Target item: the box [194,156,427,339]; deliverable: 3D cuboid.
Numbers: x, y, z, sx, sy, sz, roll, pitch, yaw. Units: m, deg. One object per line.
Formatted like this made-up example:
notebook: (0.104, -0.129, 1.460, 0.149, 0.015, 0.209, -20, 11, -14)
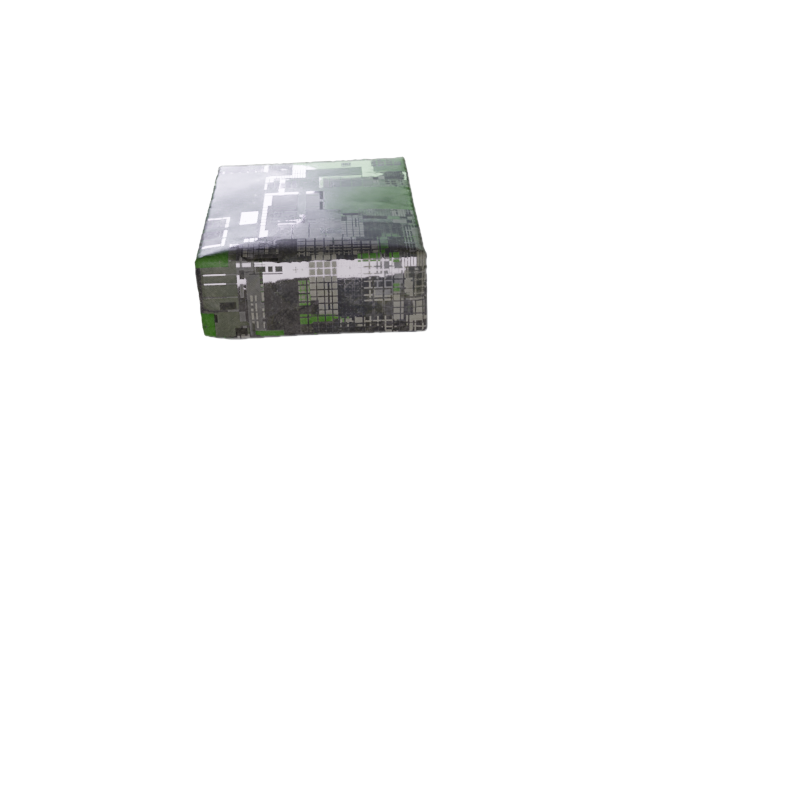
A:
box: (-0.069, -0.125, 0.876, 0.164, 0.068, 0.226, -3, 28, -1)
